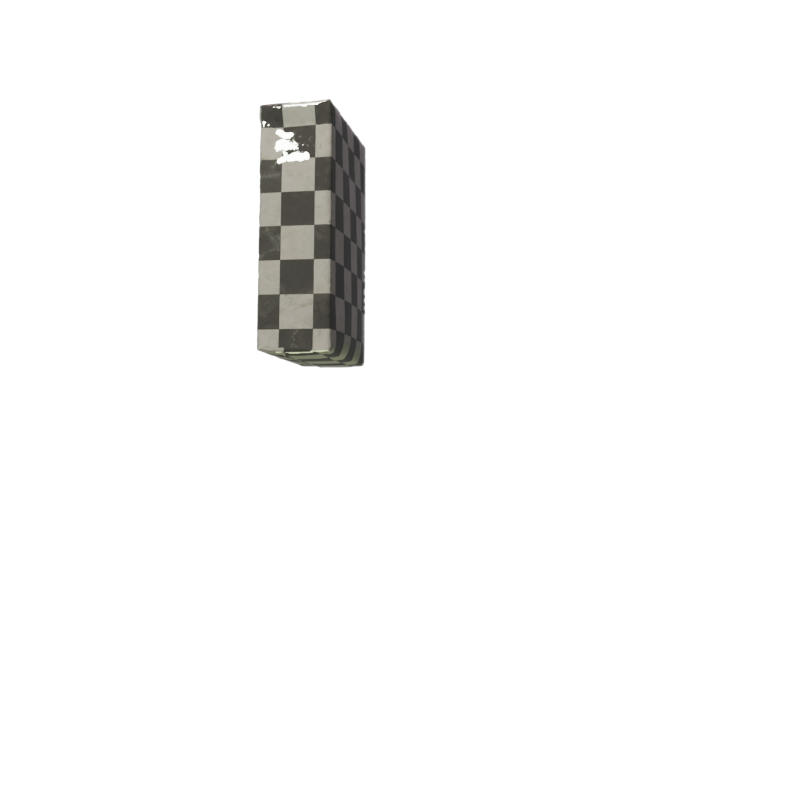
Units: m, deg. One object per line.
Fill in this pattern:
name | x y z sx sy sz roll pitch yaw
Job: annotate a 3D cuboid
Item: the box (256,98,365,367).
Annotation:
box | -0.077 -0.141 0.987 0.073 0.219 0.159 -2 -7 9
